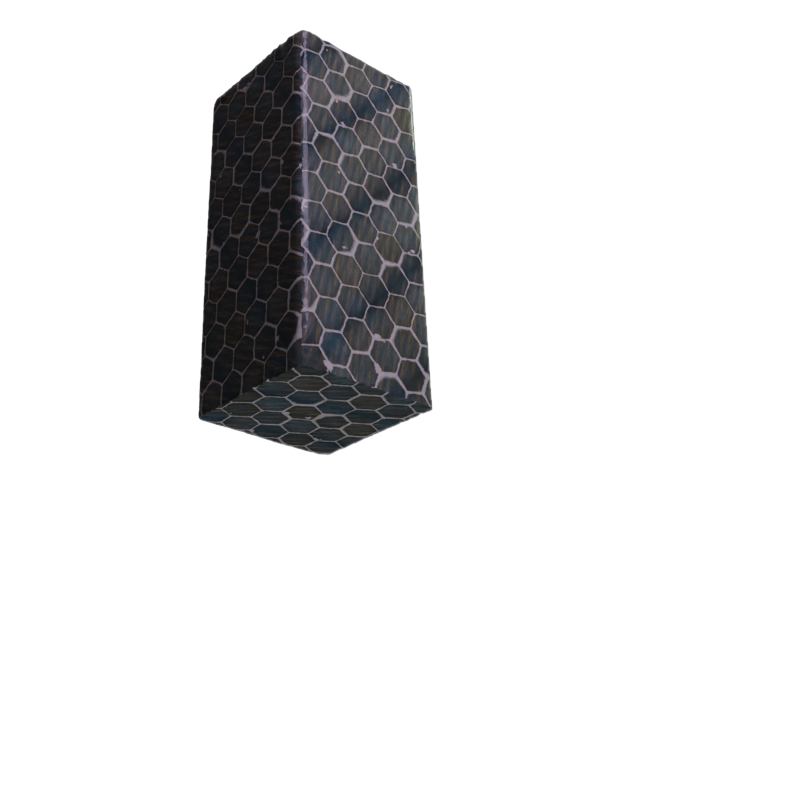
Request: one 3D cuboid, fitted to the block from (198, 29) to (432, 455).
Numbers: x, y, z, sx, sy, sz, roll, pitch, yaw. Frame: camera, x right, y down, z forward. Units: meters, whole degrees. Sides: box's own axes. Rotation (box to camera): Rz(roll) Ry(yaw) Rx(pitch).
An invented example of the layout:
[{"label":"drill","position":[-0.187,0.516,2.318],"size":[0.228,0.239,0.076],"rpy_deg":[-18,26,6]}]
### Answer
[{"label":"block","position":[-0.049,-0.089,0.619],"size":[0.085,0.219,0.090],"rpy_deg":[21,-36,-36]}]
